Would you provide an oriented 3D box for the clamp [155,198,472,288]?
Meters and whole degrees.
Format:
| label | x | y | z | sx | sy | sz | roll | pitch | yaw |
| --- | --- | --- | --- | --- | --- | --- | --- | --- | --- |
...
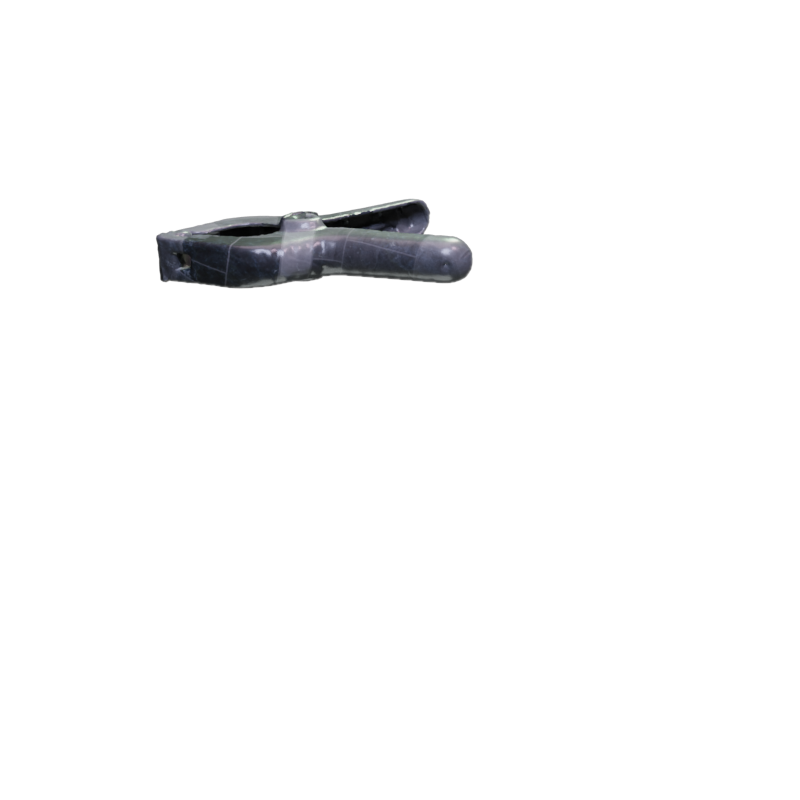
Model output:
| label | x | y | z | sx | sy | sz | roll | pitch | yaw |
| --- | --- | --- | --- | --- | --- | --- | --- | --- | --- |
| clamp | -0.050 | -0.091 | 0.634 | 0.172 | 0.038 | 0.123 | 0 | 16 | 1 |
